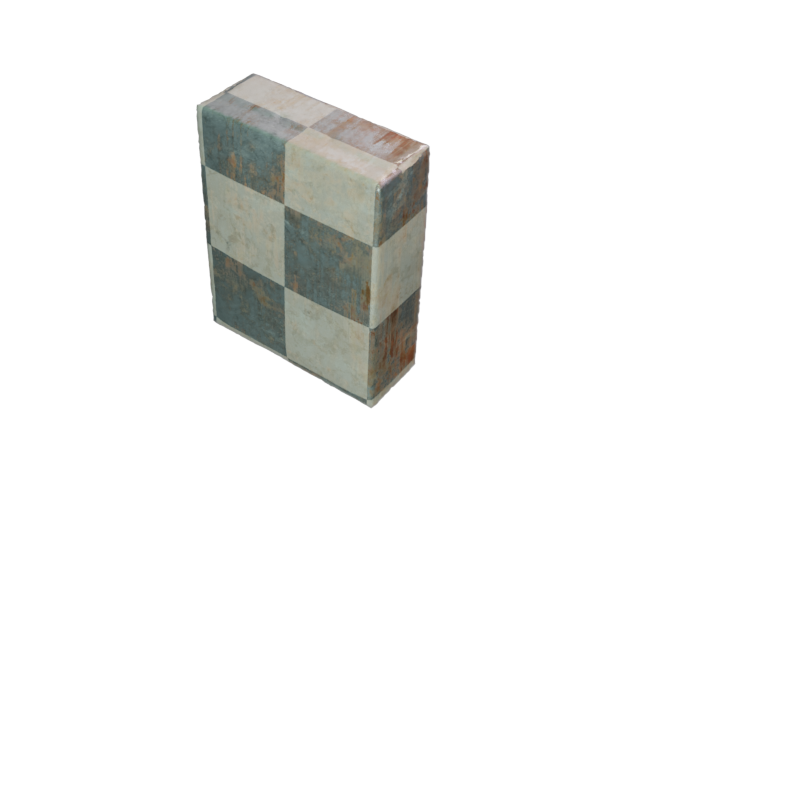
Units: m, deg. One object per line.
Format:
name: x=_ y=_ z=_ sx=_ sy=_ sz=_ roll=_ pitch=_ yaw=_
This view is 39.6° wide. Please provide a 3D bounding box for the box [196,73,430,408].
box: x=-0.065 y=-0.119 z=0.835 sx=0.173 sy=0.199 sz=0.073 roll=29 pitch=48 yaw=26
